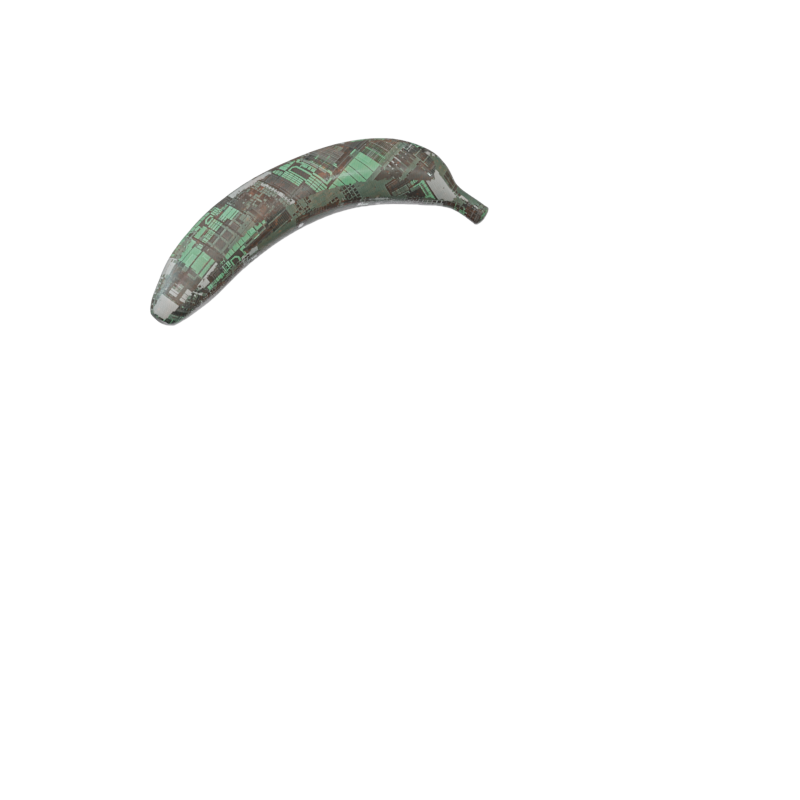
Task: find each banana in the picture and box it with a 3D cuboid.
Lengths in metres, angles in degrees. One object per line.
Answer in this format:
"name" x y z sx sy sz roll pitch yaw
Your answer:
"banana" -0.051 -0.103 0.612 0.197 0.074 0.034 -21 -28 -12
